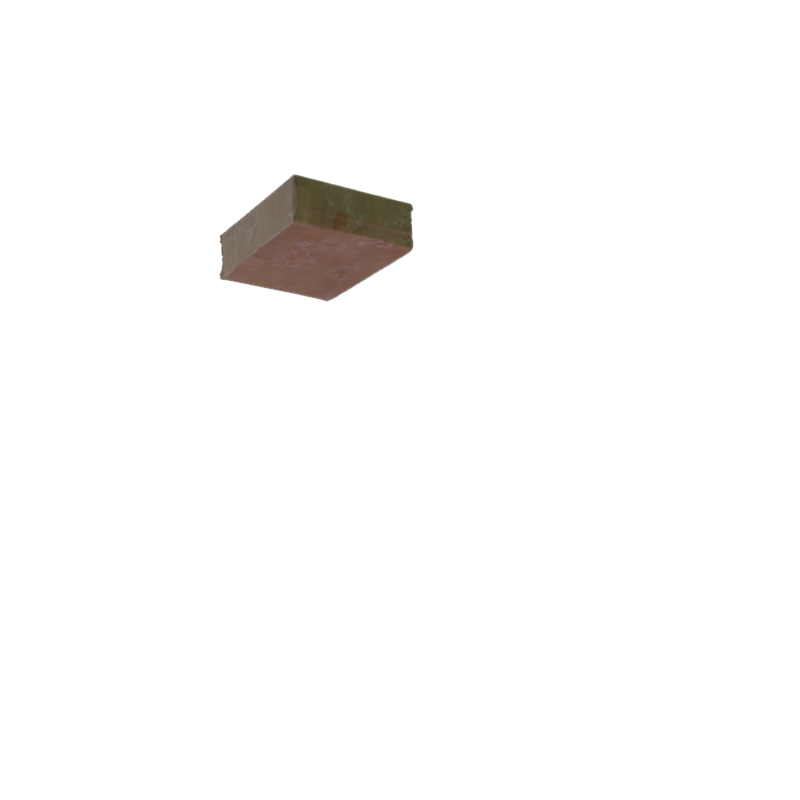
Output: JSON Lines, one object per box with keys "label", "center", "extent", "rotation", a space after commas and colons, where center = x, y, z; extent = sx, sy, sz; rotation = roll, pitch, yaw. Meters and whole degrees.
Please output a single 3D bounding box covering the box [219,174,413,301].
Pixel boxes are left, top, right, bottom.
{"label": "box", "center": [-0.058, -0.106, 0.741], "extent": [0.086, 0.041, 0.113], "rotation": [12, -22, -30]}
